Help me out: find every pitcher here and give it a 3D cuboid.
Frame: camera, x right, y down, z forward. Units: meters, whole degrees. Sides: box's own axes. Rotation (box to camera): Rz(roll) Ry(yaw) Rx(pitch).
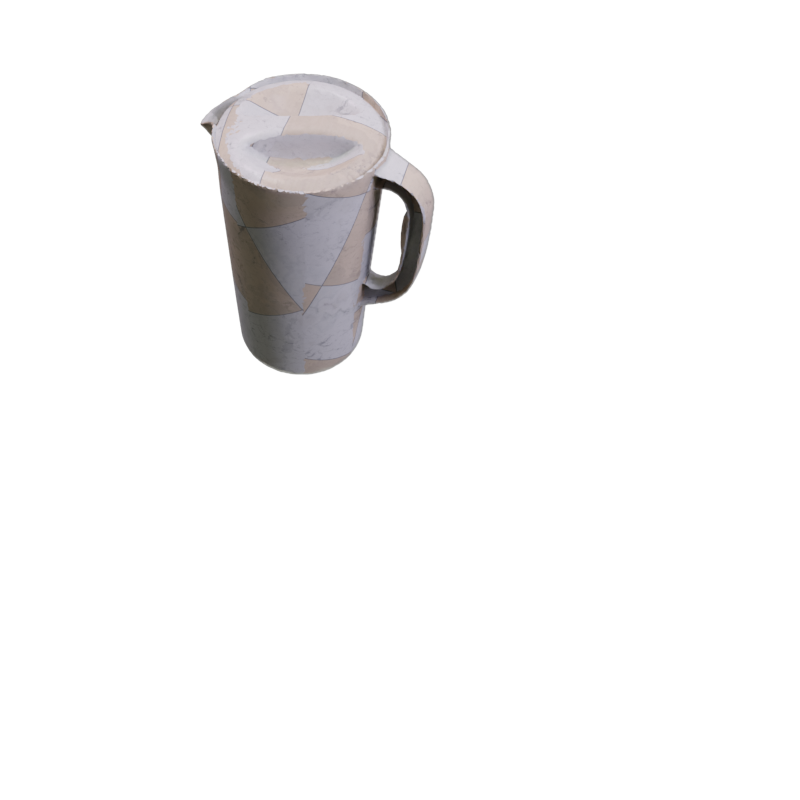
[{"bbox_3d":[-0.070,-0.128,0.893,0.143,0.161,0.227,-16,-36,-16],"label":"pitcher"}]
